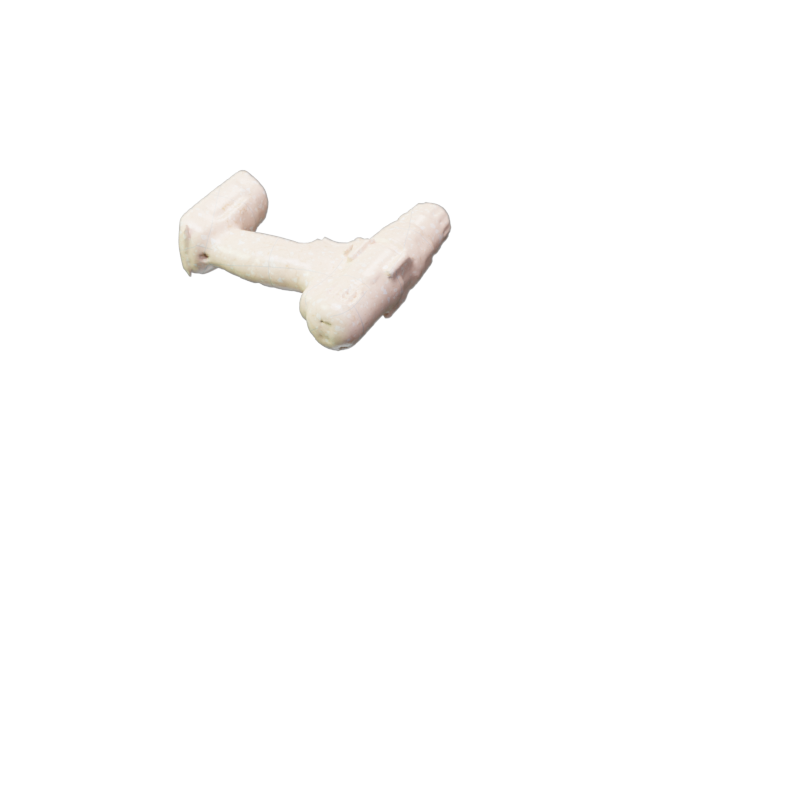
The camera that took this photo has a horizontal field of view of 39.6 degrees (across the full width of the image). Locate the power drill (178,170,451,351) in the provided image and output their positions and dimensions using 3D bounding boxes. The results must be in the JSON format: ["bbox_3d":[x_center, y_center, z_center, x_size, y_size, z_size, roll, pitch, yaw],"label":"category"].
[{"bbox_3d":[-0.071,-0.129,0.904,0.196,0.054,0.189,20,42,23],"label":"power drill"}]
